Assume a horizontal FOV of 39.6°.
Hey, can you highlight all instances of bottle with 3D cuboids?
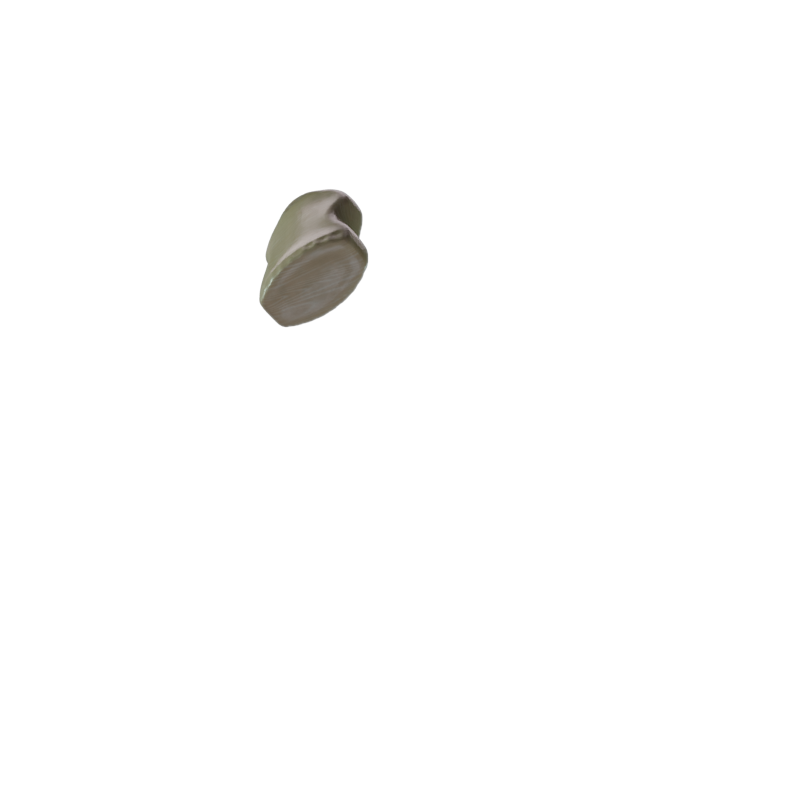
[{"bbox_3d":[-0.077,-0.141,0.992,0.095,0.055,0.203,-37,25,15],"label":"bottle"}]
